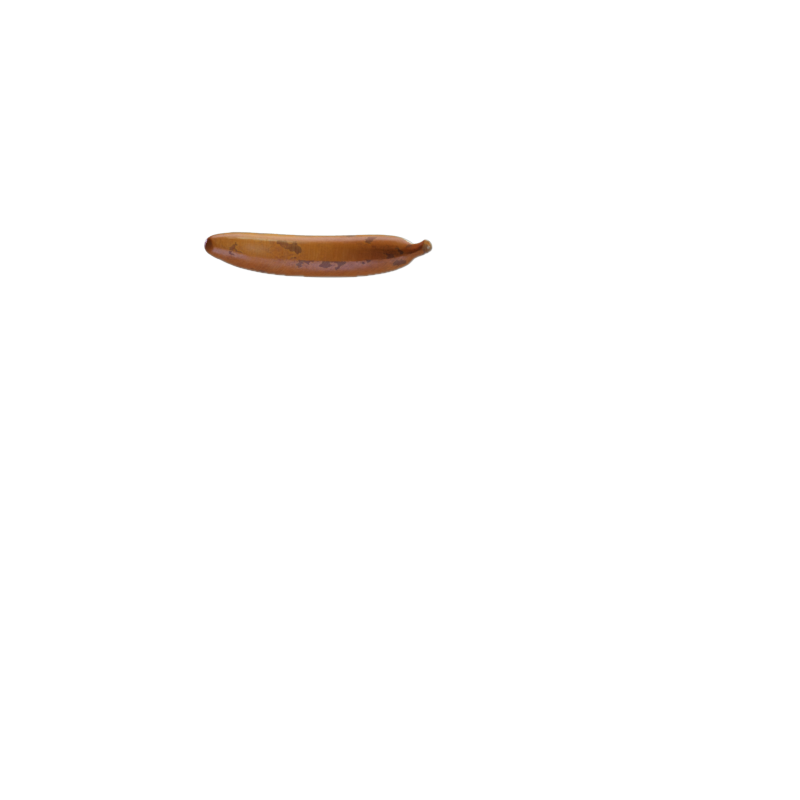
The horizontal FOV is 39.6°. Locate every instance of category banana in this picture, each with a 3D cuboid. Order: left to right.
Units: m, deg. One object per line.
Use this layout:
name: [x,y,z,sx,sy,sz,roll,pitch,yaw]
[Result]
banana: [-0.073,-0.133,0.988,0.198,0.039,0.066,-1,-19,2]
